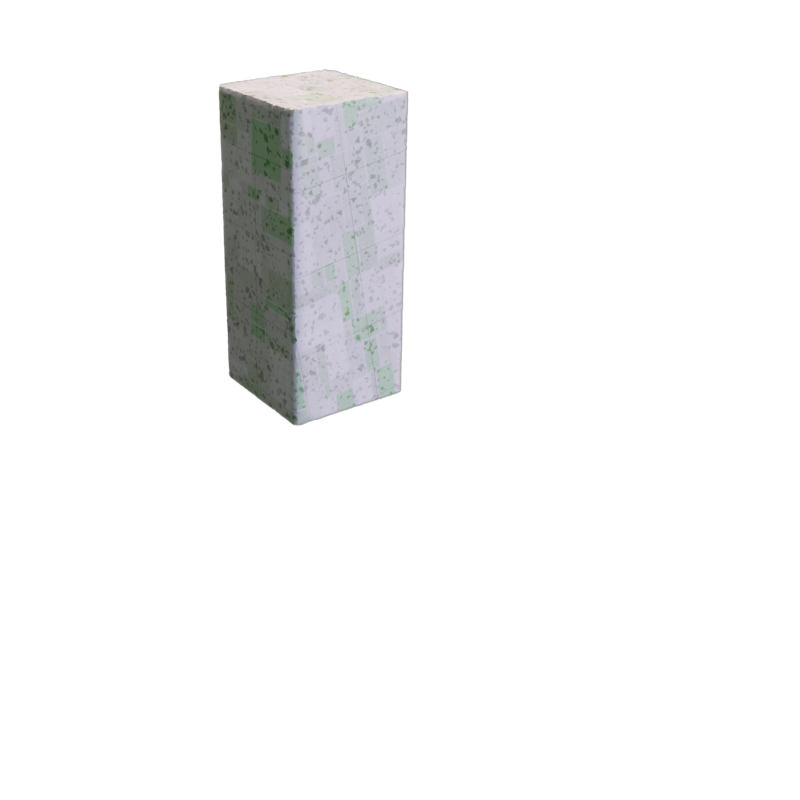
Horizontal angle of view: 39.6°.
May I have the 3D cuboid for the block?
[{"bbox_3d":[-0.058,-0.104,0.726,0.088,0.196,0.097,-14,27,-34],"label":"block"}]
